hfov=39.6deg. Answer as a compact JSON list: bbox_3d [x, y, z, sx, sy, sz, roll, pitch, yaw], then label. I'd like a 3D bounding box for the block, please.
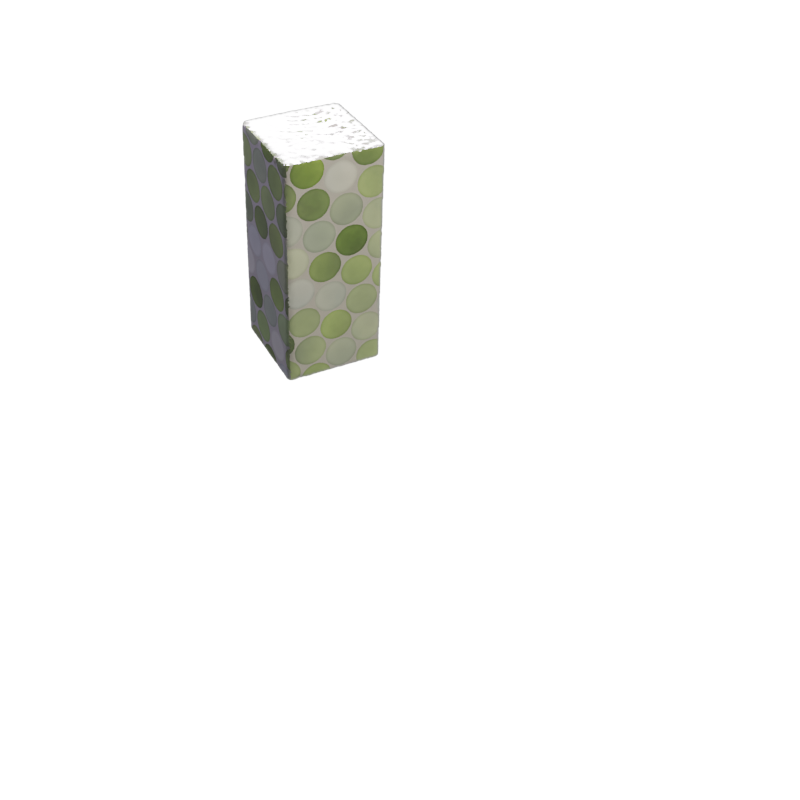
[{"bbox_3d":[-0.074,-0.134,0.937,0.089,0.193,0.098,-15,38,-23],"label":"block"}]
